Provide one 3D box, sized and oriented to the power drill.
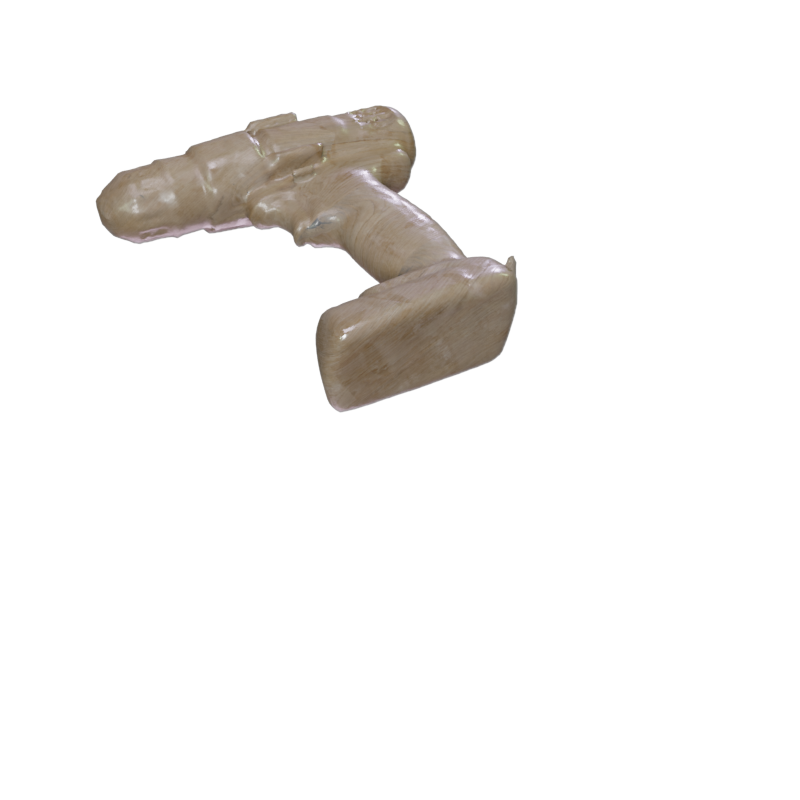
[{"bbox_3d":[-0.044,-0.081,0.567,0.183,0.053,0.203,-20,48,-19],"label":"power drill"}]
